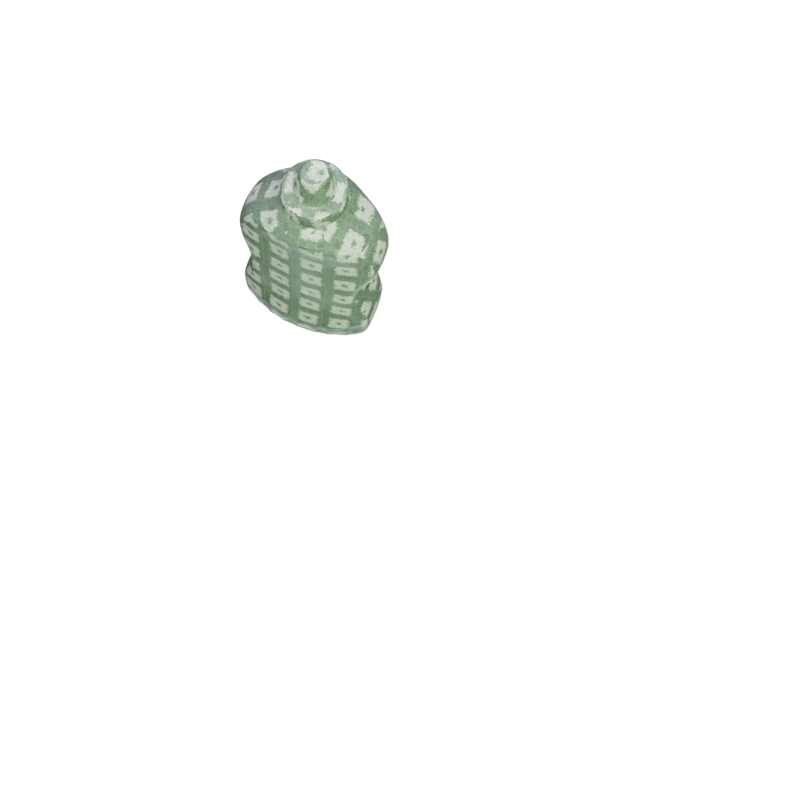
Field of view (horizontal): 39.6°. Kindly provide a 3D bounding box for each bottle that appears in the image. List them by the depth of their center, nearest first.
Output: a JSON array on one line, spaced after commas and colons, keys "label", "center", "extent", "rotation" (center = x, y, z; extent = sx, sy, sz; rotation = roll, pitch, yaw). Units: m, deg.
[{"label": "bottle", "center": [-0.056, -0.104, 0.723], "extent": [0.098, 0.060, 0.183], "rotation": [24, -17, 4]}]
